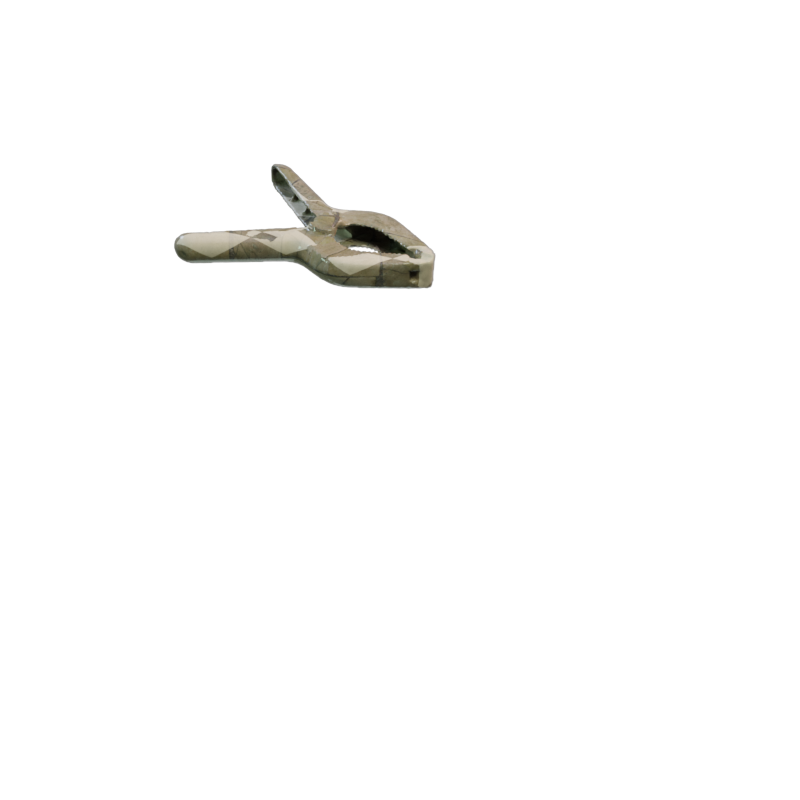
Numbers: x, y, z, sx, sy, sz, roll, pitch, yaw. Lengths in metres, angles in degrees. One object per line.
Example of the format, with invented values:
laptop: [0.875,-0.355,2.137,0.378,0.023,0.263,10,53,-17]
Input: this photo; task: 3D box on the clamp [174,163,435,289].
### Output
clamp: [-0.073,-0.133,0.933,0.222,0.034,0.167,24,44,27]
